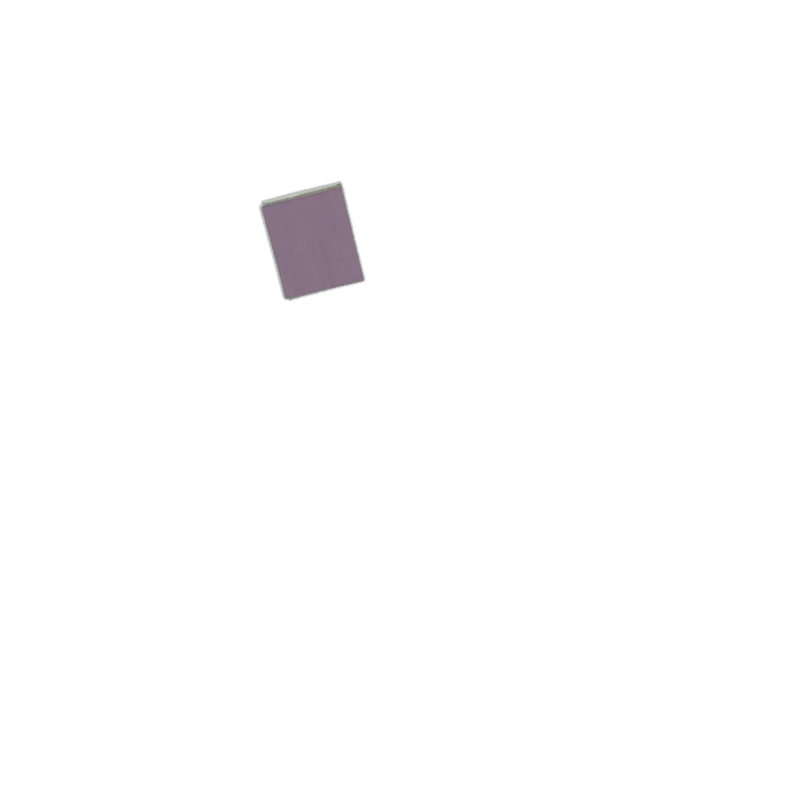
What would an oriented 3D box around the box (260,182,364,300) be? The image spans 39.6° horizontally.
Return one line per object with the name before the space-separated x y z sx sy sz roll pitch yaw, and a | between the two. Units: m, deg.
box | -0.076 -0.139 0.975 0.073 0.087 0.031 -14 11 2
